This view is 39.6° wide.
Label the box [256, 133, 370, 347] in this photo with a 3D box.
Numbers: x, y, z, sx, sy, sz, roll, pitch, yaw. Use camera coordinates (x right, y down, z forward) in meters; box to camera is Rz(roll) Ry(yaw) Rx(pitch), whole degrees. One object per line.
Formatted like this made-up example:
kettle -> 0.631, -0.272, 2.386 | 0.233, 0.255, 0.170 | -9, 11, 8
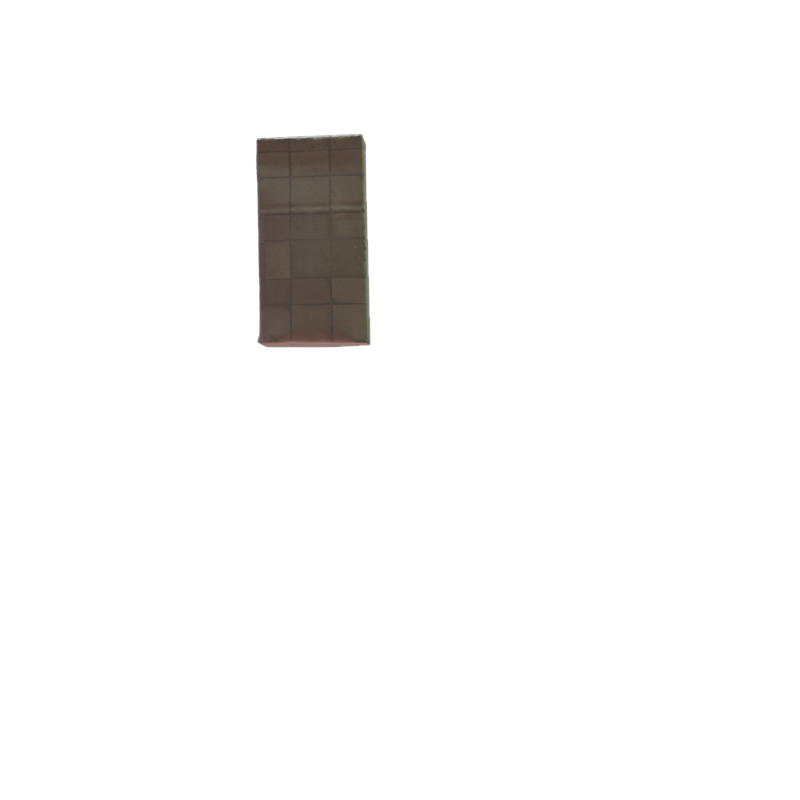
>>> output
box -> -0.073, -0.134, 0.937 | 0.094, 0.180, 0.047 | -1, -9, 5
